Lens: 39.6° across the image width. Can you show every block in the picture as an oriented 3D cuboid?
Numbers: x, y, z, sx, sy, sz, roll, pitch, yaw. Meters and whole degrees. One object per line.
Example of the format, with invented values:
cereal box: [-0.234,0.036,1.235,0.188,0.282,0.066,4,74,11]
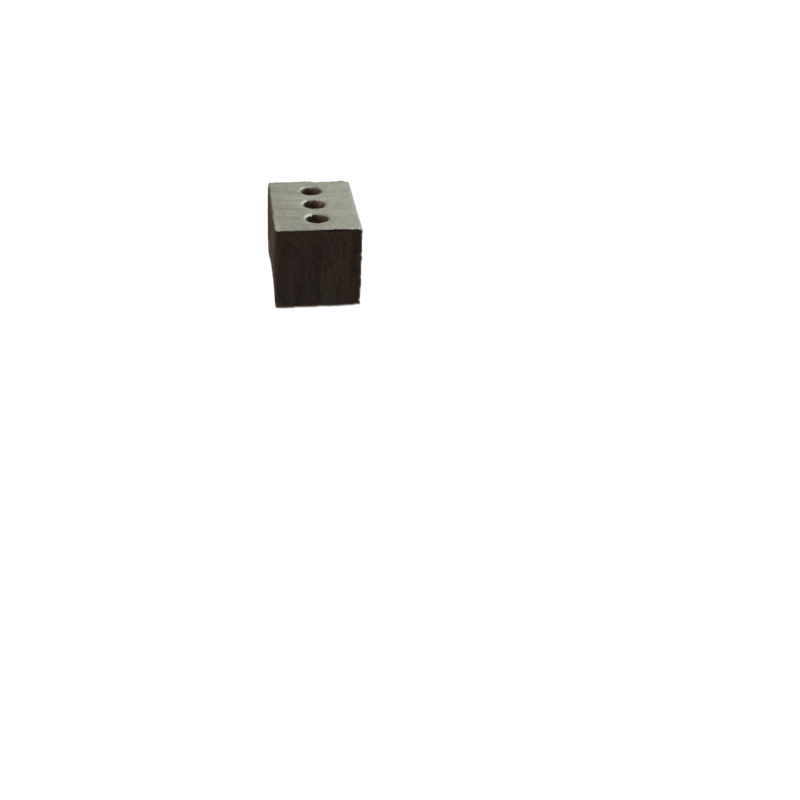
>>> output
block: [-0.053,-0.096,0.675,0.052,0.048,0.083,-3,30,-8]
